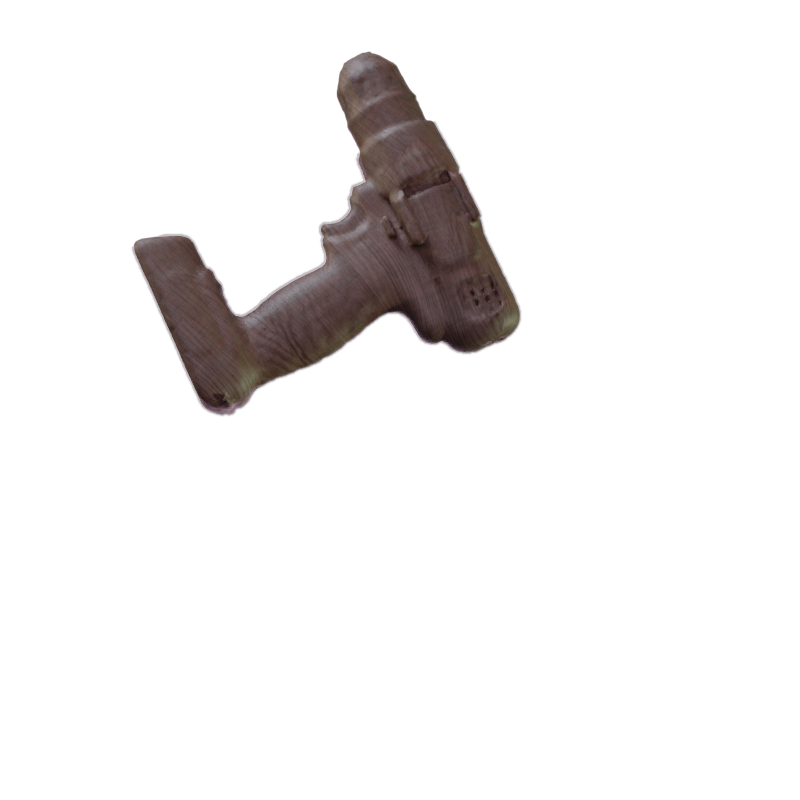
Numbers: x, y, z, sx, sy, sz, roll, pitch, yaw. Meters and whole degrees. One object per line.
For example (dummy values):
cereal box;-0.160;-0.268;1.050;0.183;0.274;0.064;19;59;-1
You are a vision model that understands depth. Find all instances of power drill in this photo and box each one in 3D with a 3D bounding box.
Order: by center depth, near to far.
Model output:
power drill;-0.048;-0.088;0.618;0.187;0.192;0.055;-23;-14;-6
